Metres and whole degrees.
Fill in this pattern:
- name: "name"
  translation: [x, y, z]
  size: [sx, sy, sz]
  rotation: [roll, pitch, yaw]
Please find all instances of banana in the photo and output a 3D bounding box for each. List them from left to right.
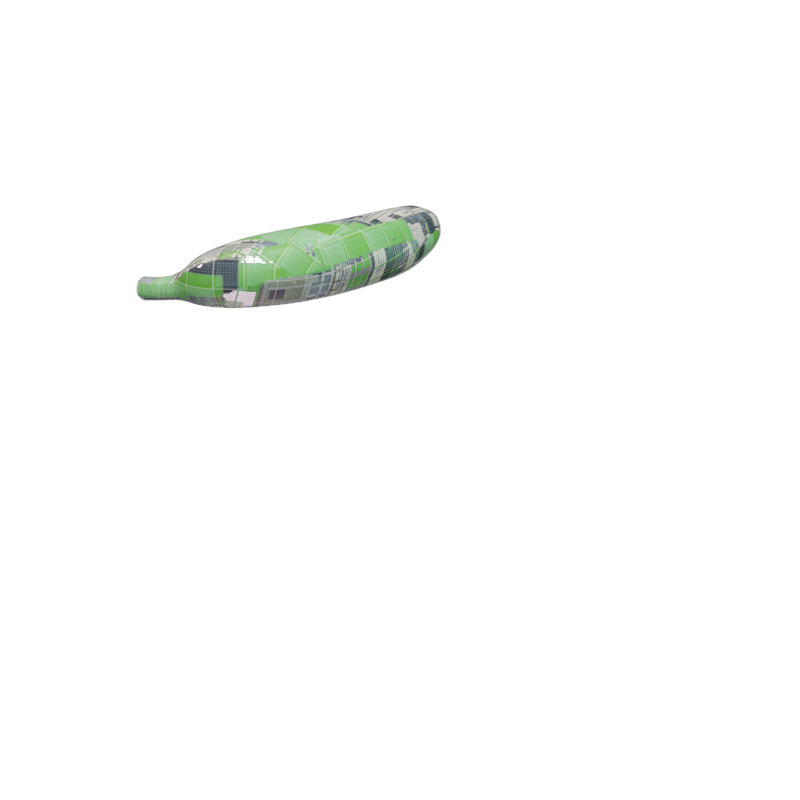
- name: "banana"
  translation: [-0.038, -0.080, 0.591]
  size: [0.194, 0.035, 0.074]
  rotation: [-16, 26, -36]
